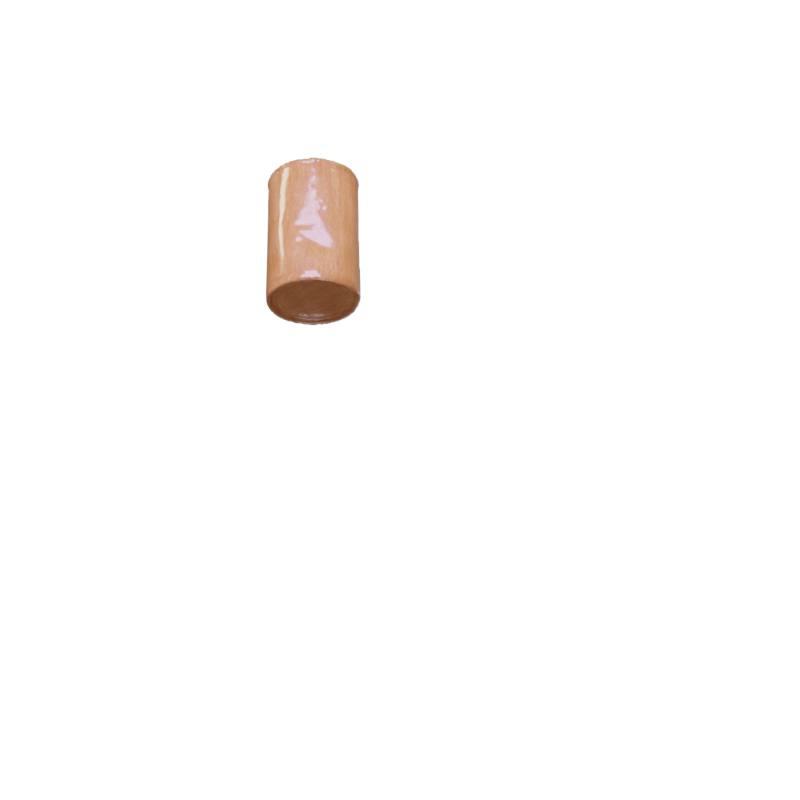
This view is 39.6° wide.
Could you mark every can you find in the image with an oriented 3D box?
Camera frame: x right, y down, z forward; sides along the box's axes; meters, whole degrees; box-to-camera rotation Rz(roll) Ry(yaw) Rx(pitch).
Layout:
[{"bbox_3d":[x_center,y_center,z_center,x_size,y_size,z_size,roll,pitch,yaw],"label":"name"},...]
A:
[{"bbox_3d":[-0.063,-0.114,0.801,0.068,0.109,0.064,0,-30,-2],"label":"can"}]
